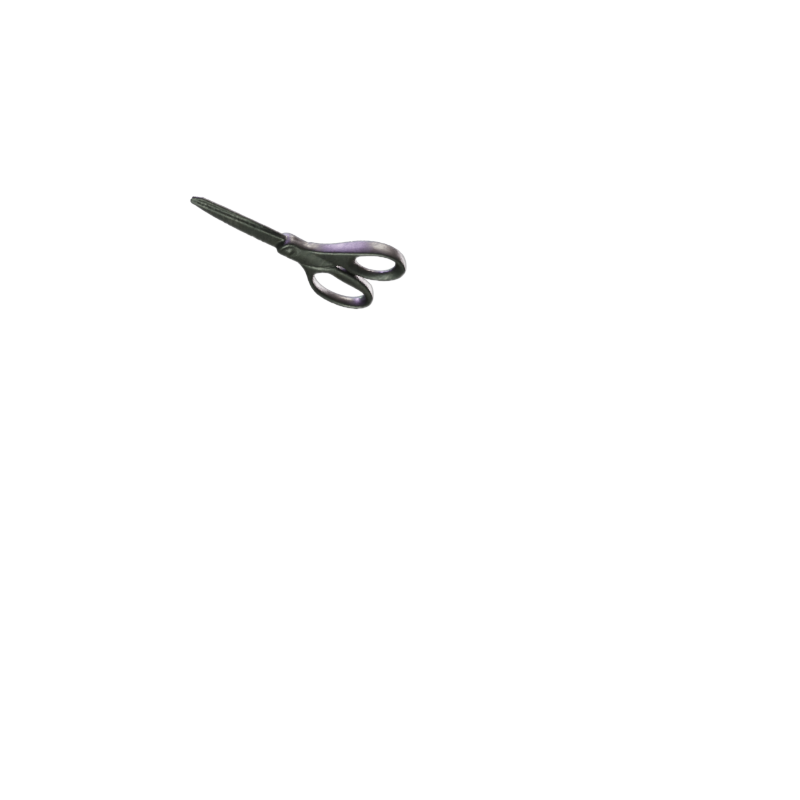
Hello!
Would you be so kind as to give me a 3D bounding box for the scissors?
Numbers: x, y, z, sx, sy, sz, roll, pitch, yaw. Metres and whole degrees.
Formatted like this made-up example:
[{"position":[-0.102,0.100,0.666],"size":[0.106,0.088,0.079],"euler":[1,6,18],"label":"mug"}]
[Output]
[{"position":[-0.071,-0.130,0.908],"size":[0.097,0.017,0.187],"euler":[-19,-35,28],"label":"scissors"}]
